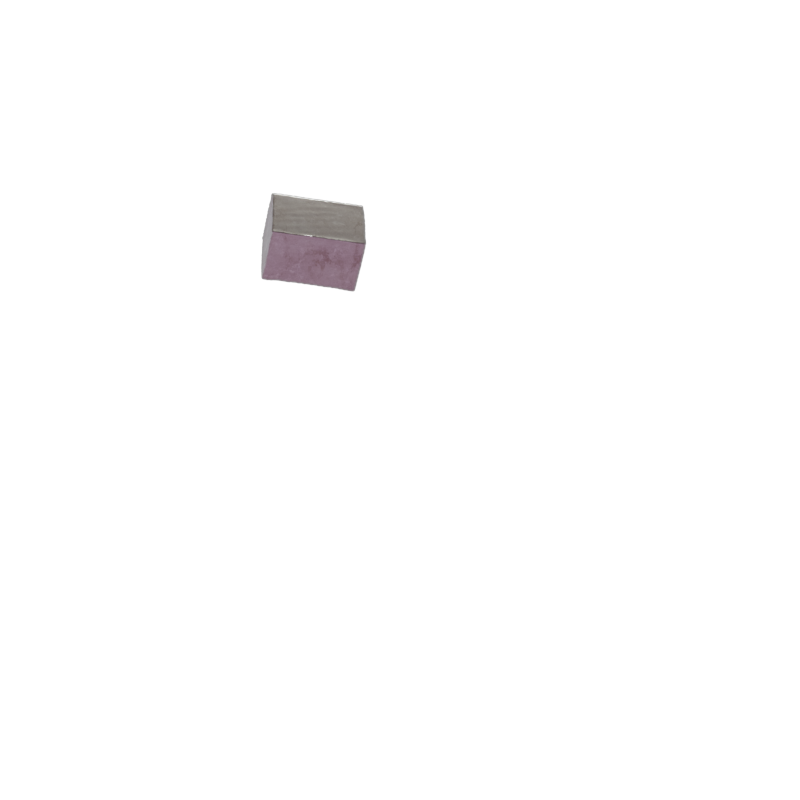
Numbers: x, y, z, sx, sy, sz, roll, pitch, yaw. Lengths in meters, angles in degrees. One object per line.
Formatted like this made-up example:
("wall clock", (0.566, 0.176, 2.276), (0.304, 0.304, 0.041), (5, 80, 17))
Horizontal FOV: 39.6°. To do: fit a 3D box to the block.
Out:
("block", (-0.070, -0.128, 0.895), (0.077, 0.050, 0.055), (8, 43, -9))
